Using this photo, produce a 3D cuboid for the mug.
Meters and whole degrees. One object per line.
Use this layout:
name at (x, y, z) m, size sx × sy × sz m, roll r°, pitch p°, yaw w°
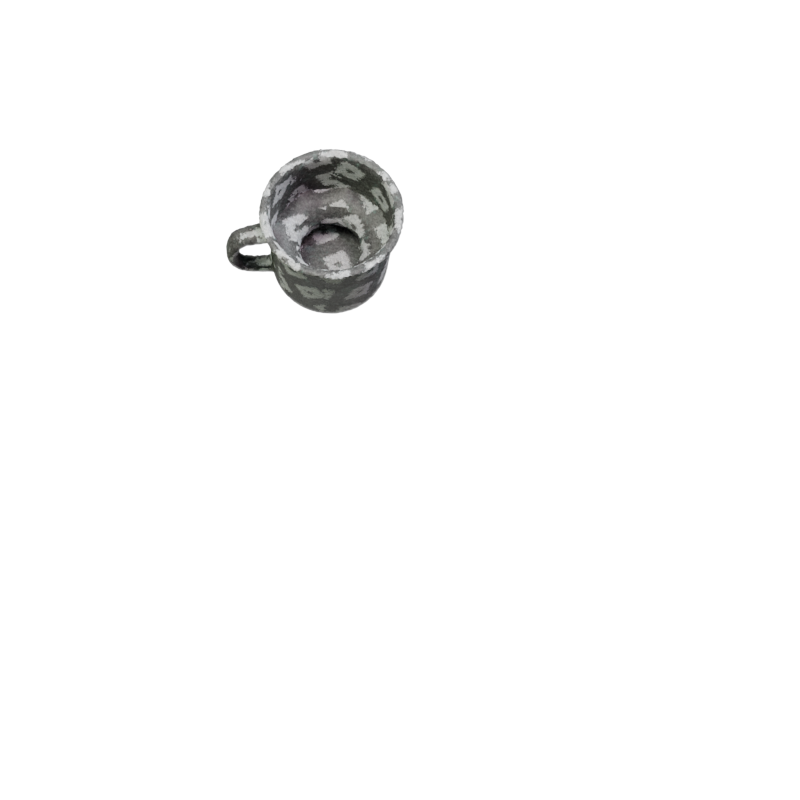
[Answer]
mug at (-0.058, -0.106, 0.745) m, size 0.116 × 0.099 × 0.077 m, roll -12°, pitch -21°, yaw -6°
